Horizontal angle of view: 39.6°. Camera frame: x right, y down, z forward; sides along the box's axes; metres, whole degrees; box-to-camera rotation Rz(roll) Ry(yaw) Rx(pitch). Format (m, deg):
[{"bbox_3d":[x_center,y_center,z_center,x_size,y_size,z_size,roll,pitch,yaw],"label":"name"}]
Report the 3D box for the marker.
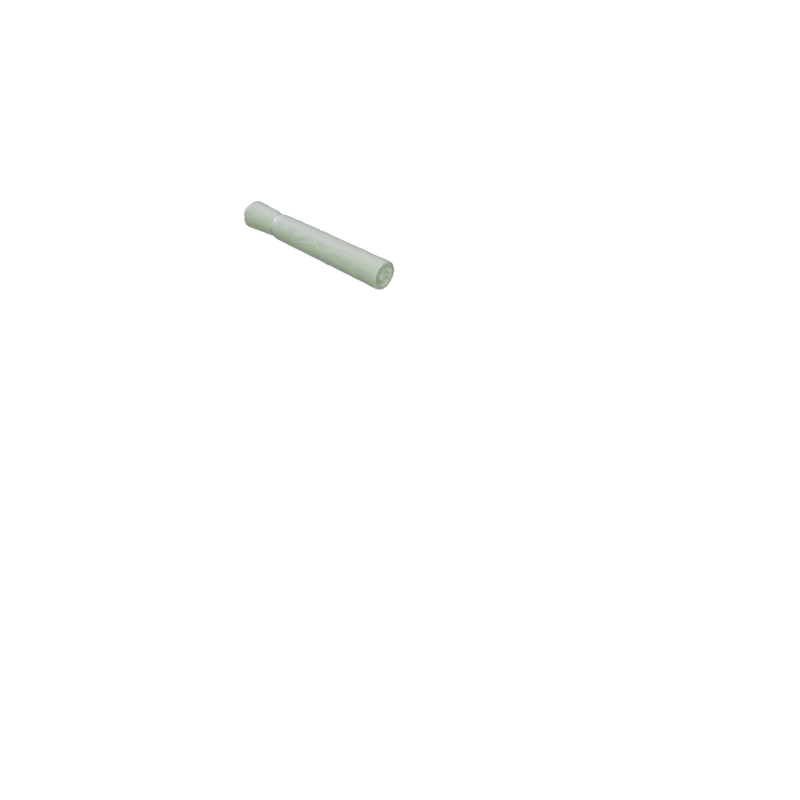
[{"bbox_3d":[-0.056,-0.101,0.708,0.129,0.019,0.019,29,21,35],"label":"marker"}]
